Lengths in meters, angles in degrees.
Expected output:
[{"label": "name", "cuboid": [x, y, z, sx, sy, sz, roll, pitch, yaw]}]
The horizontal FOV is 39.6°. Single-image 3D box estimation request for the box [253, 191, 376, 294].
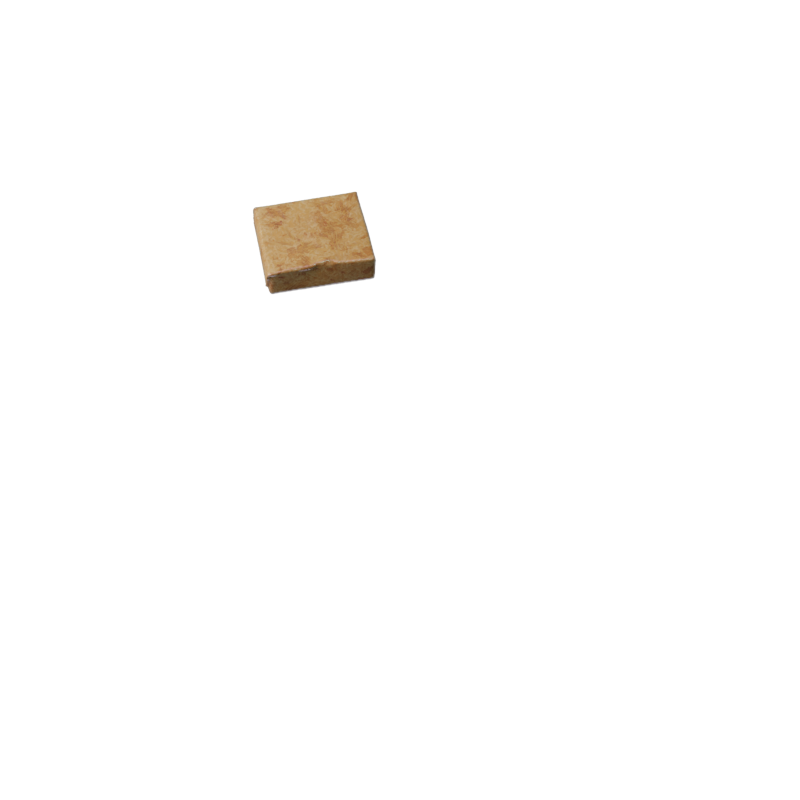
[{"label": "box", "cuboid": [-0.071, -0.129, 0.901, 0.089, 0.079, 0.028, -9, -35, -7]}]
